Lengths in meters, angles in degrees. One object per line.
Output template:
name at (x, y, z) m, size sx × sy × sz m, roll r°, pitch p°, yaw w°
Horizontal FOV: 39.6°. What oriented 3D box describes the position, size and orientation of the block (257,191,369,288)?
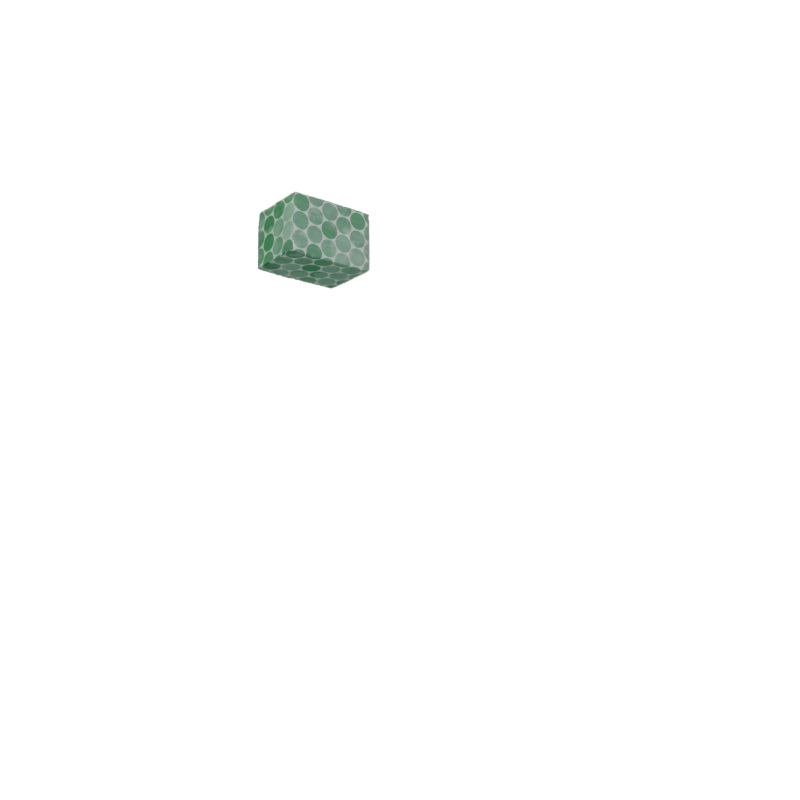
block at (-0.070, -0.128, 0.900) m, size 0.074 × 0.054 × 0.053 m, roll 13°, pitch -23°, yaw -36°
